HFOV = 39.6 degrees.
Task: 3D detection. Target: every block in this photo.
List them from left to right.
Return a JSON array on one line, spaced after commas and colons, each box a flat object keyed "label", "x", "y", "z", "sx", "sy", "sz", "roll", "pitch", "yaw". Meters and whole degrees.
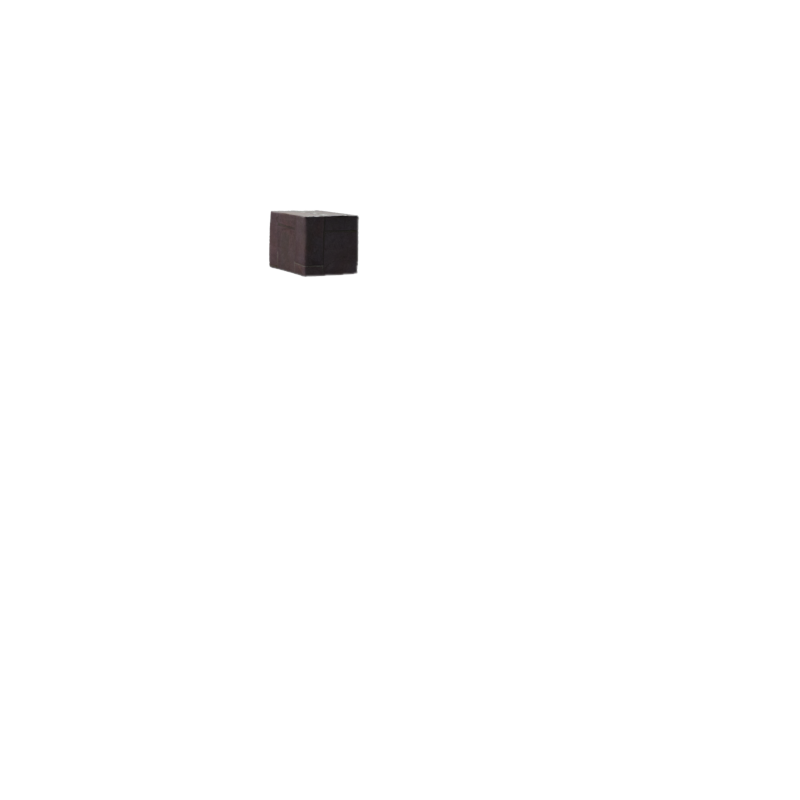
[{"label": "block", "x": -0.075, "y": -0.137, "z": 0.962, "sx": 0.051, "sy": 0.050, "sz": 0.082, "roll": -5, "pitch": 12, "yaw": -28}]
